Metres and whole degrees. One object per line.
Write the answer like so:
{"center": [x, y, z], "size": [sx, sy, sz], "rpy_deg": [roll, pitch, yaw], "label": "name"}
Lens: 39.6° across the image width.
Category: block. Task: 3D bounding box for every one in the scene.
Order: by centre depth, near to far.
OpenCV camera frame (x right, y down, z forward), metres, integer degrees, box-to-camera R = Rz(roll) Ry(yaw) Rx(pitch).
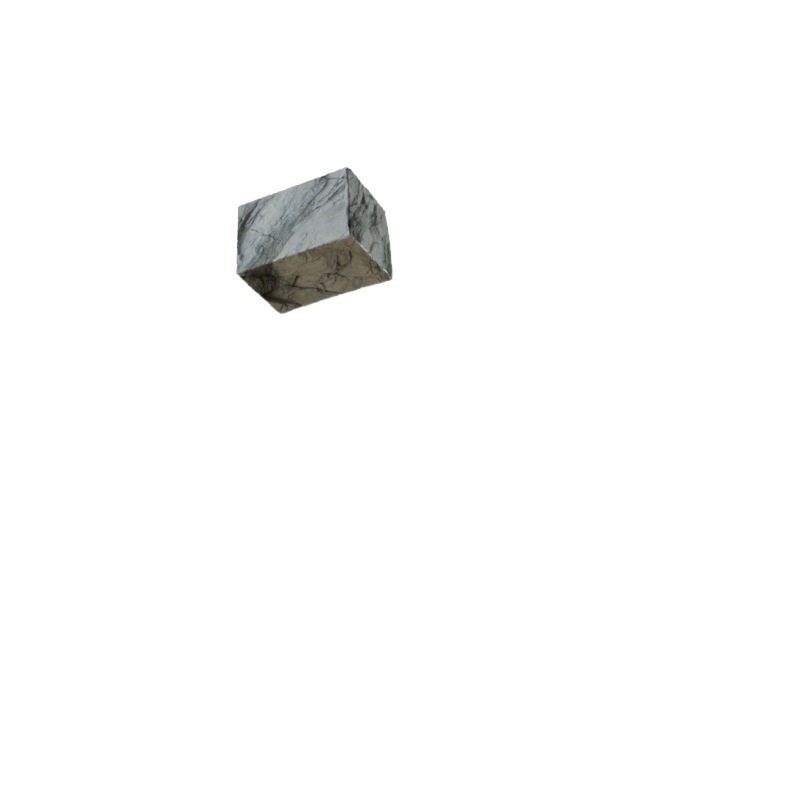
{"center": [-0.051, -0.093, 0.653], "size": [0.079, 0.055, 0.049], "rpy_deg": [-15, -34, 22], "label": "block"}
